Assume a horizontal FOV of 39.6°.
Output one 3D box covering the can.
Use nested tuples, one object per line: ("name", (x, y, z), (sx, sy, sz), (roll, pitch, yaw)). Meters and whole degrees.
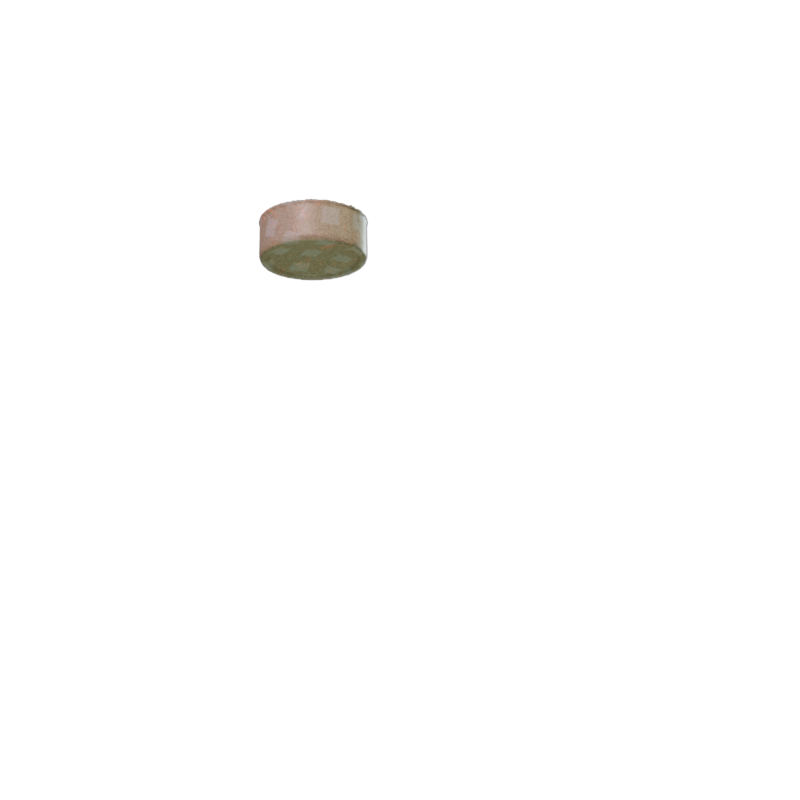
("can", (-0.068, -0.124, 0.865), (0.086, 0.035, 0.082), (0, -17, -2))
